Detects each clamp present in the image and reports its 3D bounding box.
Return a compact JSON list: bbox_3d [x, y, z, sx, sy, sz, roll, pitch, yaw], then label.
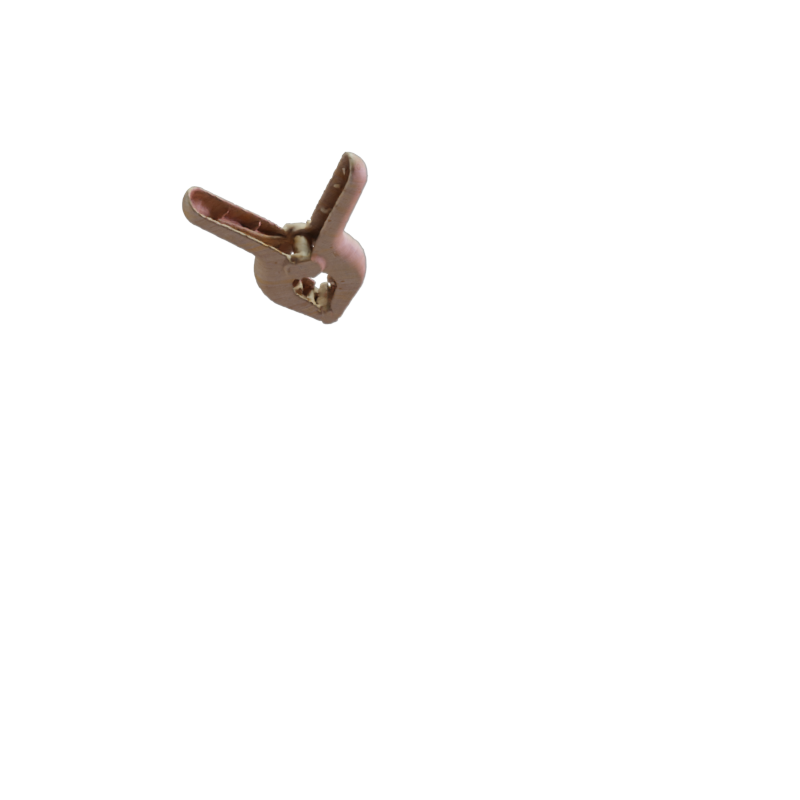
[{"bbox_3d":[-0.059,-0.108,0.755,0.122,0.042,0.159,-9,-27,19],"label":"clamp"}]
